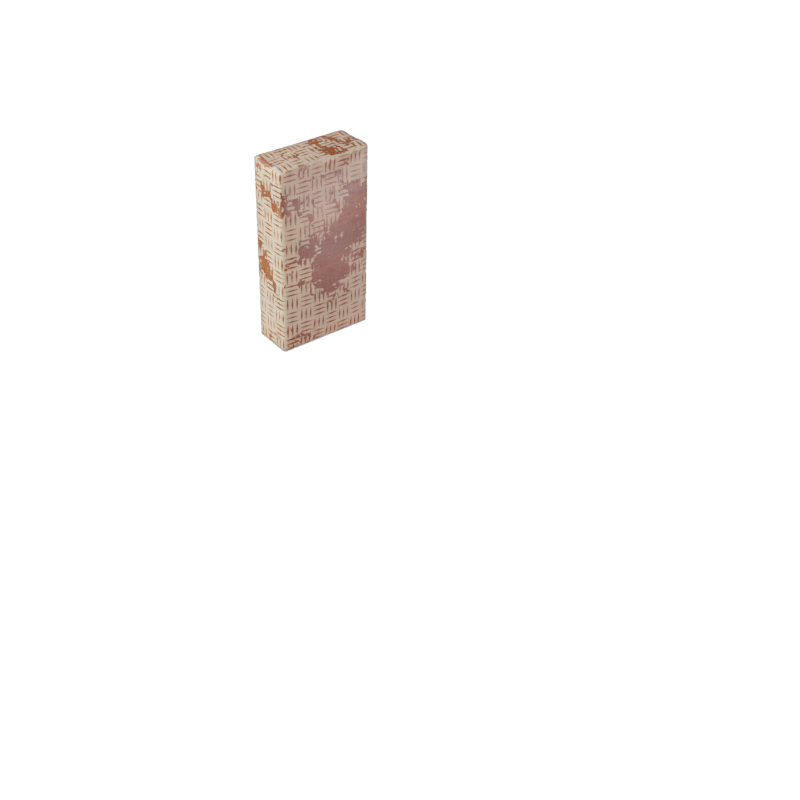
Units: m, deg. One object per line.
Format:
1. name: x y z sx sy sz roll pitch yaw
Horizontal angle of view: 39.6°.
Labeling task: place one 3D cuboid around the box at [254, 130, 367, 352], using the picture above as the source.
1. box: -0.075 -0.137 0.960 0.092 0.165 0.052 -23 41 -31
